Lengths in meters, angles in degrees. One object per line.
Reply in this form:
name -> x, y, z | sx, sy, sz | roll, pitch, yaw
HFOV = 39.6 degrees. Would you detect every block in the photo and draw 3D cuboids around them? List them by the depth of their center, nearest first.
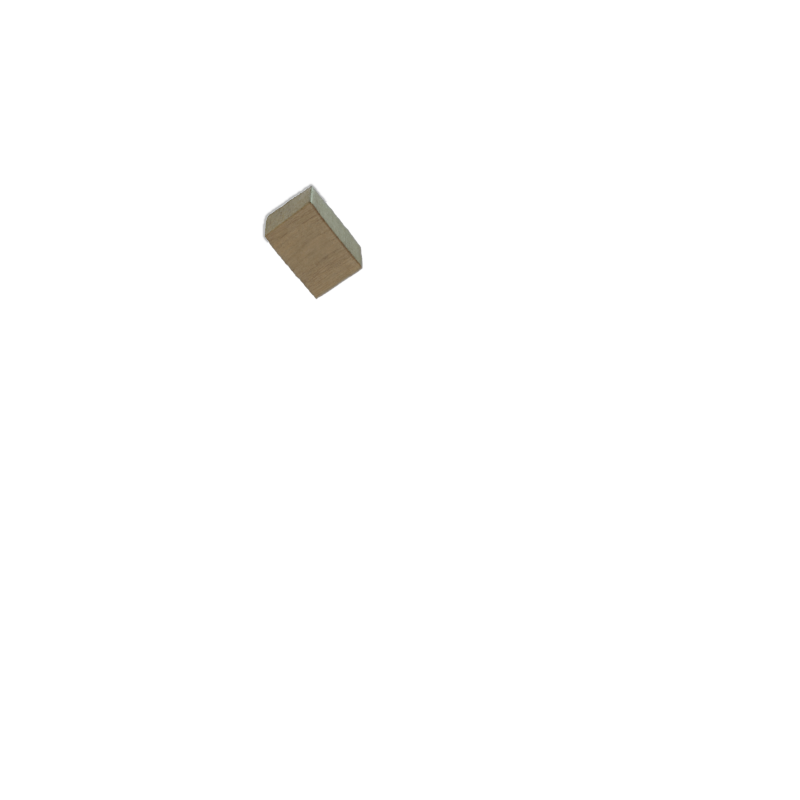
block -> -0.076, -0.139, 0.974 | 0.052, 0.074, 0.054 | -34, 22, 13
